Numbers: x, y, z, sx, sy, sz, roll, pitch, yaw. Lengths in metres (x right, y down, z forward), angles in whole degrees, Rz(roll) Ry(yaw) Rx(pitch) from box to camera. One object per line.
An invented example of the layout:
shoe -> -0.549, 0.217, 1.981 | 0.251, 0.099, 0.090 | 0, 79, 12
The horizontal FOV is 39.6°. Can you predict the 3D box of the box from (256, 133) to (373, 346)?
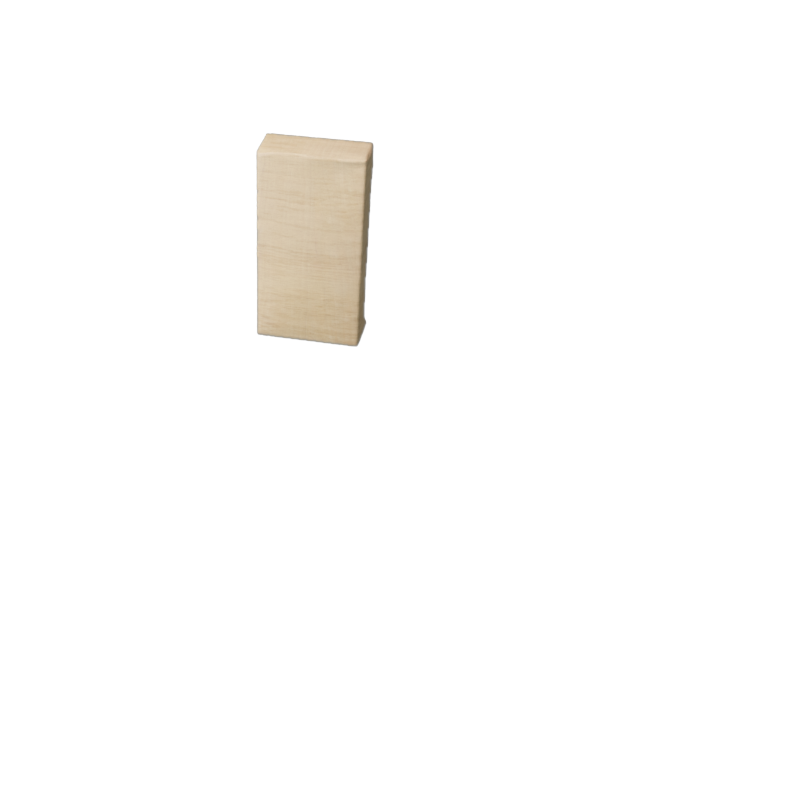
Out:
box -> -0.073, -0.133, 0.936 | 0.095, 0.165, 0.050 | 7, 33, 7
